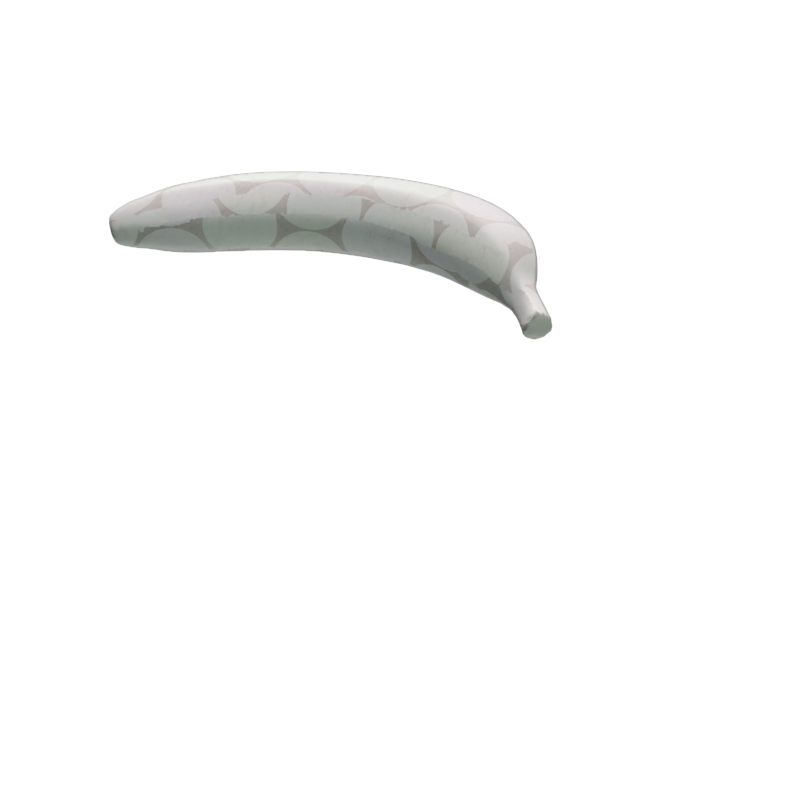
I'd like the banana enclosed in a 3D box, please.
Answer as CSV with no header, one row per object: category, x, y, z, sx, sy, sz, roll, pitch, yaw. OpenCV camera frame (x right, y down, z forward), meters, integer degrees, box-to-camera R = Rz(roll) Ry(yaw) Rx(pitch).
banana,-0.026,-0.073,0.471,0.205,0.035,0.071,13,31,21
